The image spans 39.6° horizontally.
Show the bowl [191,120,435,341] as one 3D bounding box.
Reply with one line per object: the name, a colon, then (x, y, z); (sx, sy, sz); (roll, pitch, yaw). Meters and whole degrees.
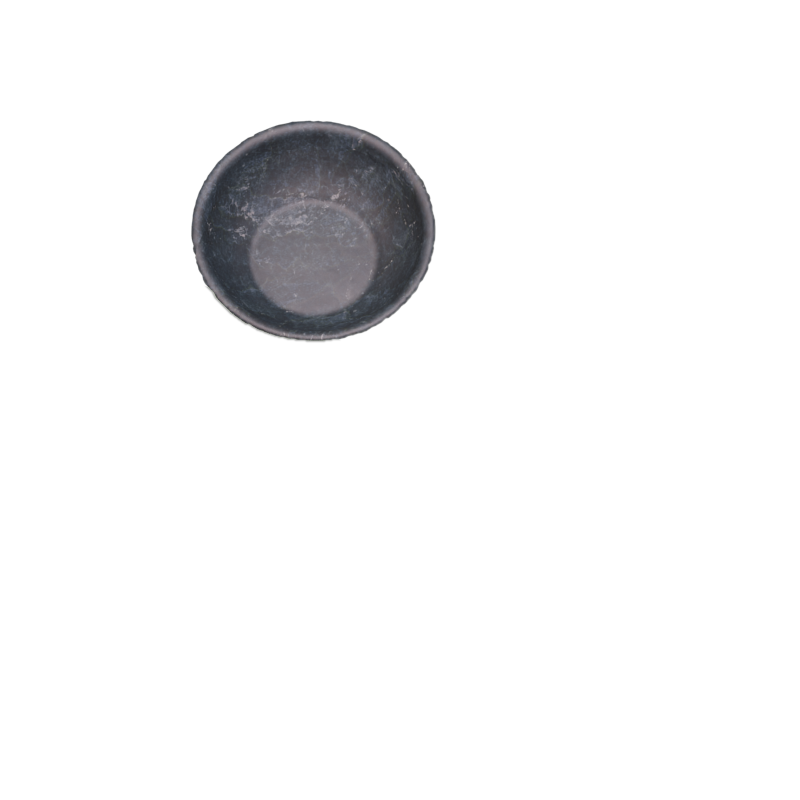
bowl: (-0.059, -0.108, 0.756); (0.162, 0.171, 0.052); (-1, -23, -1)
